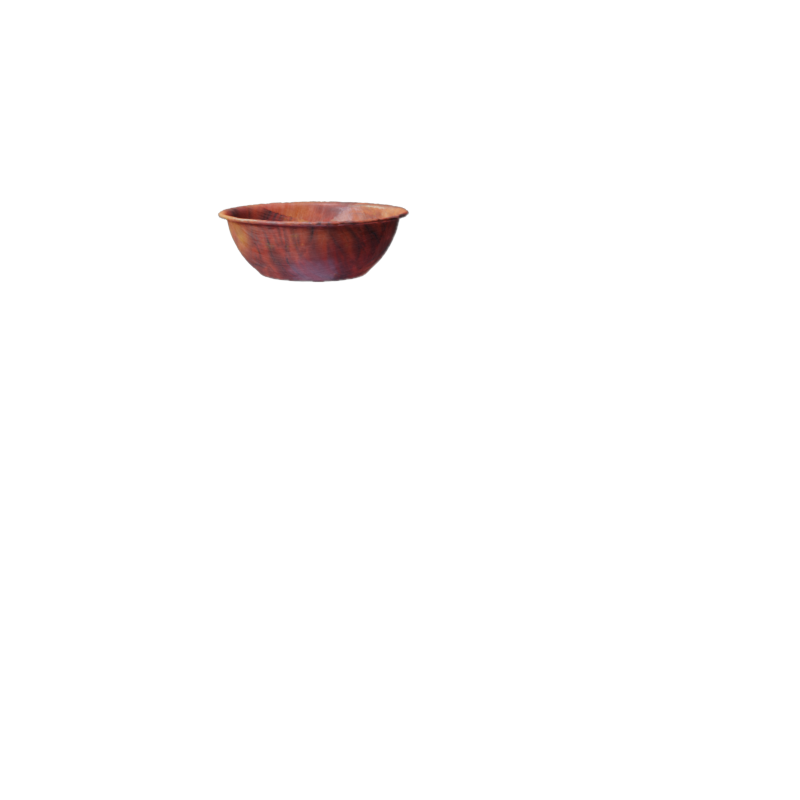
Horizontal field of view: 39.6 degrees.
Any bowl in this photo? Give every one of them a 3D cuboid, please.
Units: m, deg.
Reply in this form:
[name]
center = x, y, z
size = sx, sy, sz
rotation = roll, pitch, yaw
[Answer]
[bowl]
center = -0.074, -0.135, 0.945
size = 0.162, 0.054, 0.167
rotation = 0, 15, -2
